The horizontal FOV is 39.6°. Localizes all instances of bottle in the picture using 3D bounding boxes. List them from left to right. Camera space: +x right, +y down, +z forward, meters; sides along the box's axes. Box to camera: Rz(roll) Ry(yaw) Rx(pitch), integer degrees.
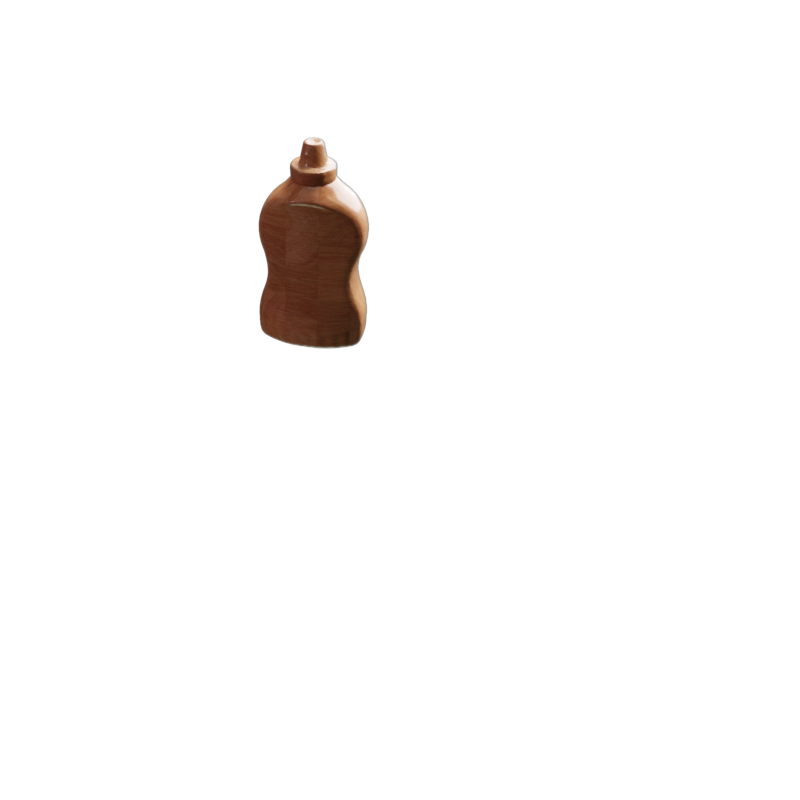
[{"bbox_3d":[-0.076,-0.140,0.978,0.098,0.180,0.061,9,31,11],"label":"bottle"}]
